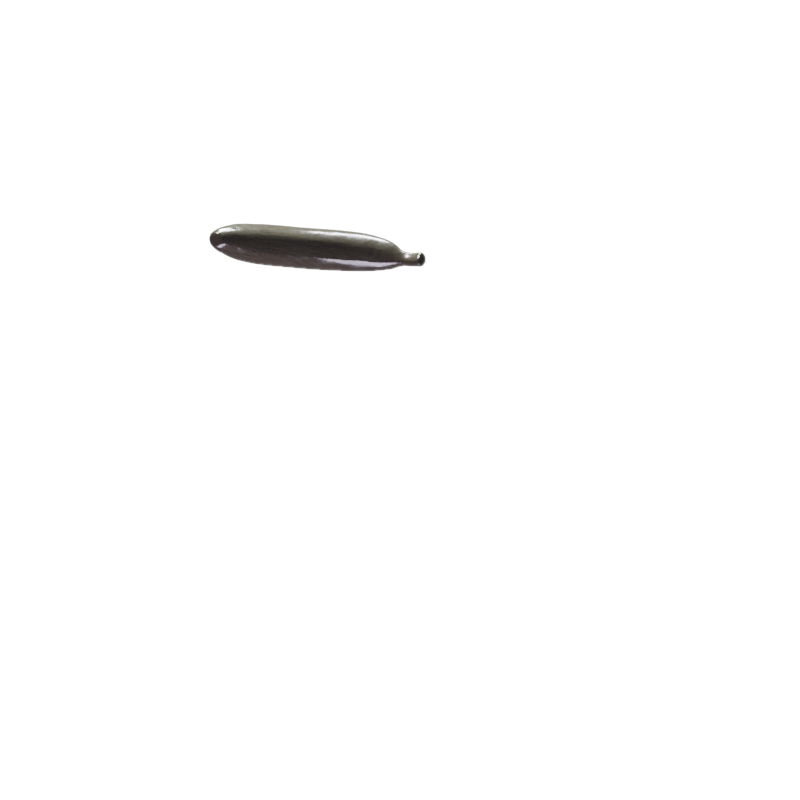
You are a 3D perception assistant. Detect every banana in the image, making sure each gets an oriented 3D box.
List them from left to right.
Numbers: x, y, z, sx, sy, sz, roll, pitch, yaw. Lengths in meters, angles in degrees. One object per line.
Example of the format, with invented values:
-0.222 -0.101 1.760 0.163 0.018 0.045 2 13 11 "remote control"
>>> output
-0.080 -0.138 0.993 0.192 0.037 0.070 1 -5 -20 "banana"
